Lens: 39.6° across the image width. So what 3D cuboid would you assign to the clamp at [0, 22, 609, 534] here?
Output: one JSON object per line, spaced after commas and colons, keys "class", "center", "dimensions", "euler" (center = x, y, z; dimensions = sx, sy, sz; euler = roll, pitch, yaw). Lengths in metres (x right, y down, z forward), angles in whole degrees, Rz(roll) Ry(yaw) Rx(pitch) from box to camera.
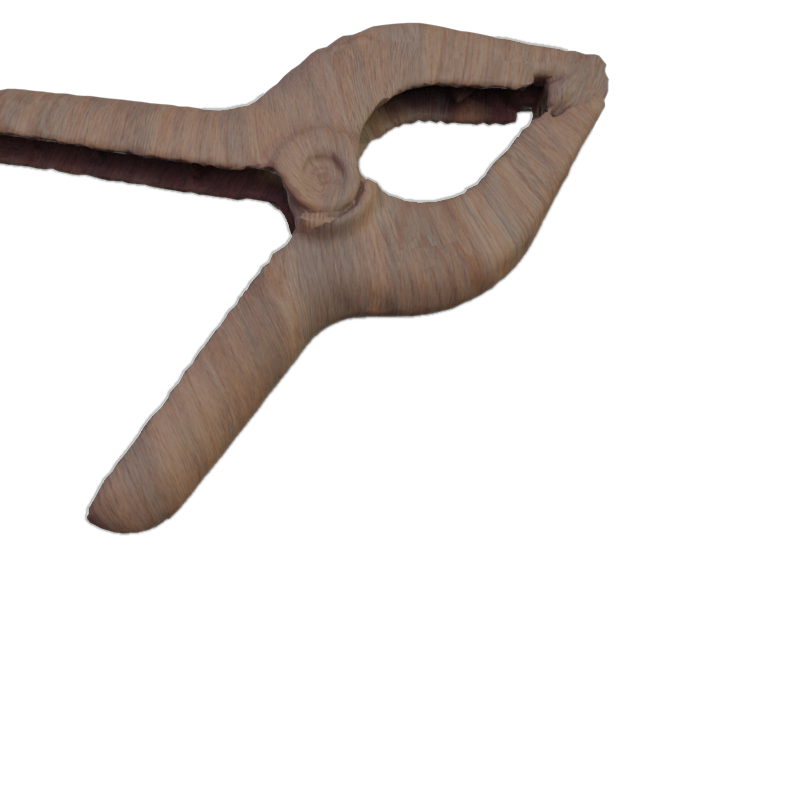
{"class": "clamp", "center": [-0.023, -0.041, 0.288], "dimensions": [0.171, 0.123, 0.038], "euler": [-14, -9, -3]}
